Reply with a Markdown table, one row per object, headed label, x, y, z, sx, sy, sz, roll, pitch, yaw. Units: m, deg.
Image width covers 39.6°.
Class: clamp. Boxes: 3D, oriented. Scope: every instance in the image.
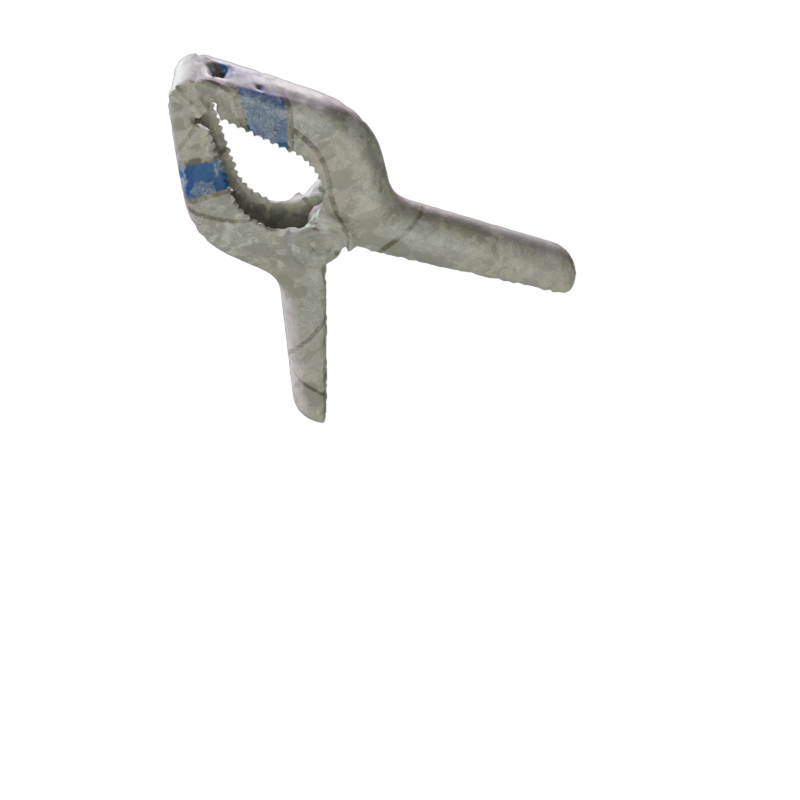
| label | x | y | z | sx | sy | sz | roll | pitch | yaw |
| --- | --- | --- | --- | --- | --- | --- | --- | --- | --- |
| clamp | -0.041 | -0.076 | 0.529 | 0.163 | 0.039 | 0.198 | -37 | -60 | 26 |
